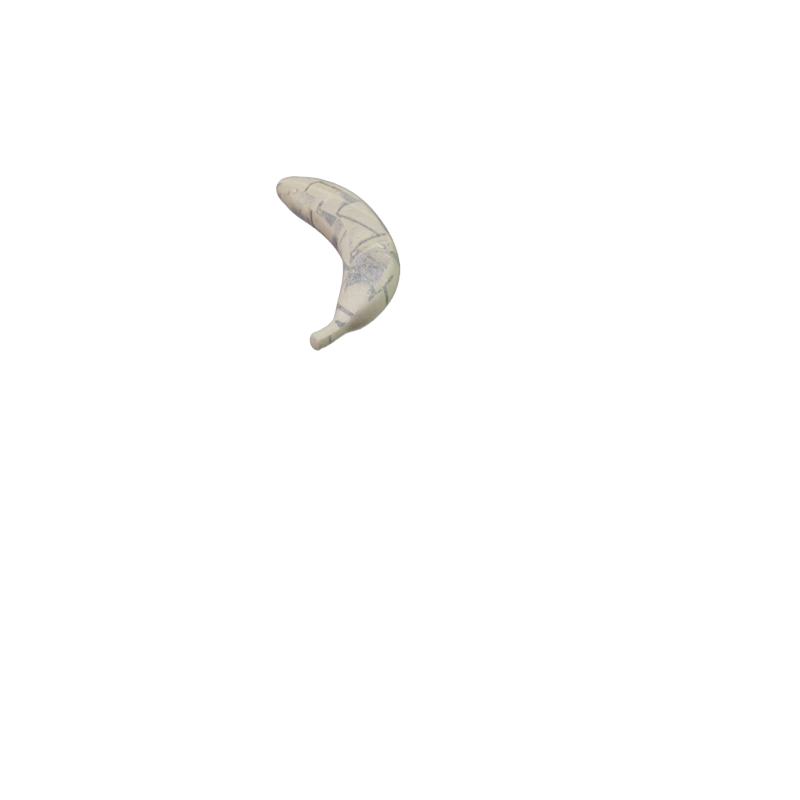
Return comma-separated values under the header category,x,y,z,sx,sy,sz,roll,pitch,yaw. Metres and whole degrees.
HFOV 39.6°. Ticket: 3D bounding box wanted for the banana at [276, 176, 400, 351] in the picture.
category,x,y,z,sx,sy,sz,roll,pitch,yaw
banana,-0.040,-0.107,0.754,0.069,0.034,0.213,-6,37,-9
